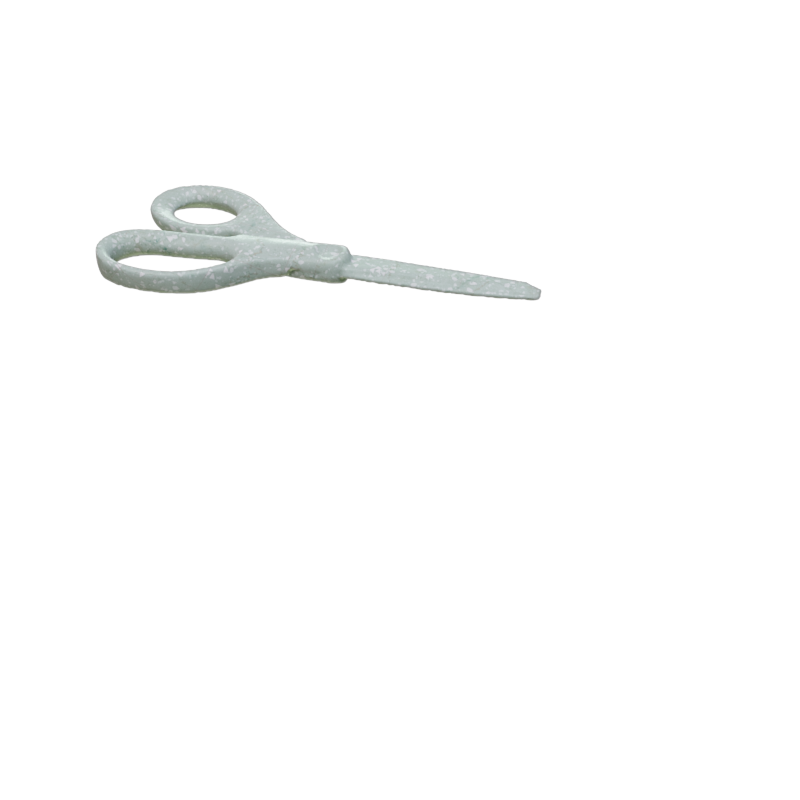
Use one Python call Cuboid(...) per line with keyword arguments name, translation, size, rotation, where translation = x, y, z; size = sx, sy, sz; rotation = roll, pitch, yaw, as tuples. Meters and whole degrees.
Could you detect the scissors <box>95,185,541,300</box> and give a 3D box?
Cuboid(name="scissors", translation=(-0.041, -0.076, 0.529), size=(0.202, 0.015, 0.103), rotation=(0, 36, 0))
